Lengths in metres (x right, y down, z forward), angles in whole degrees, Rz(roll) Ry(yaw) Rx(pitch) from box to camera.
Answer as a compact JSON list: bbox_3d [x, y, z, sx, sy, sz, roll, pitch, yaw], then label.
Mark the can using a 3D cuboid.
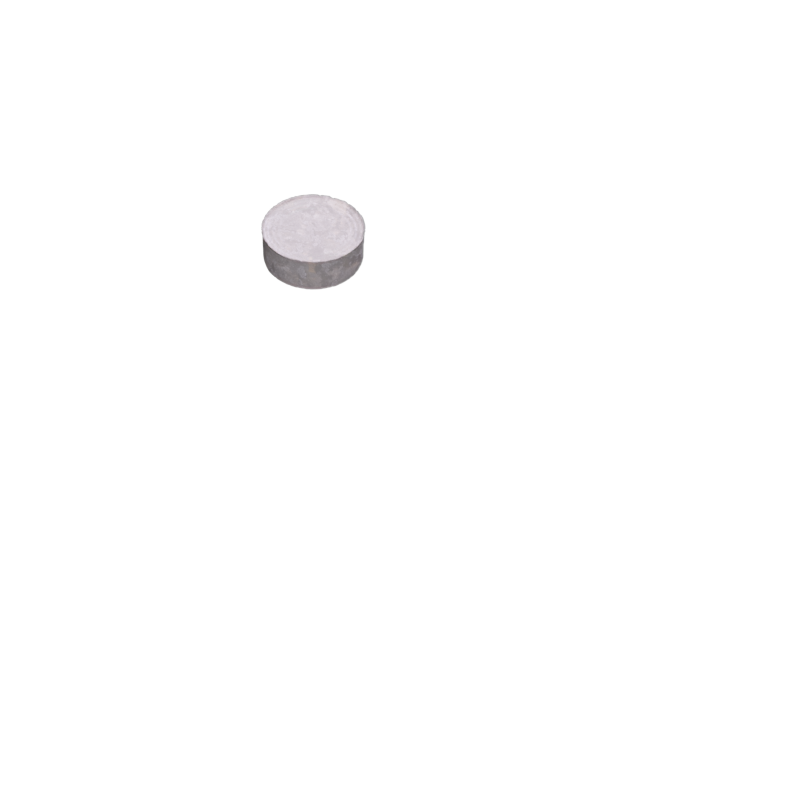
[{"bbox_3d":[-0.072,-0.132,0.922,0.086,0.092,0.031,-1,-45,-1],"label":"can"}]
